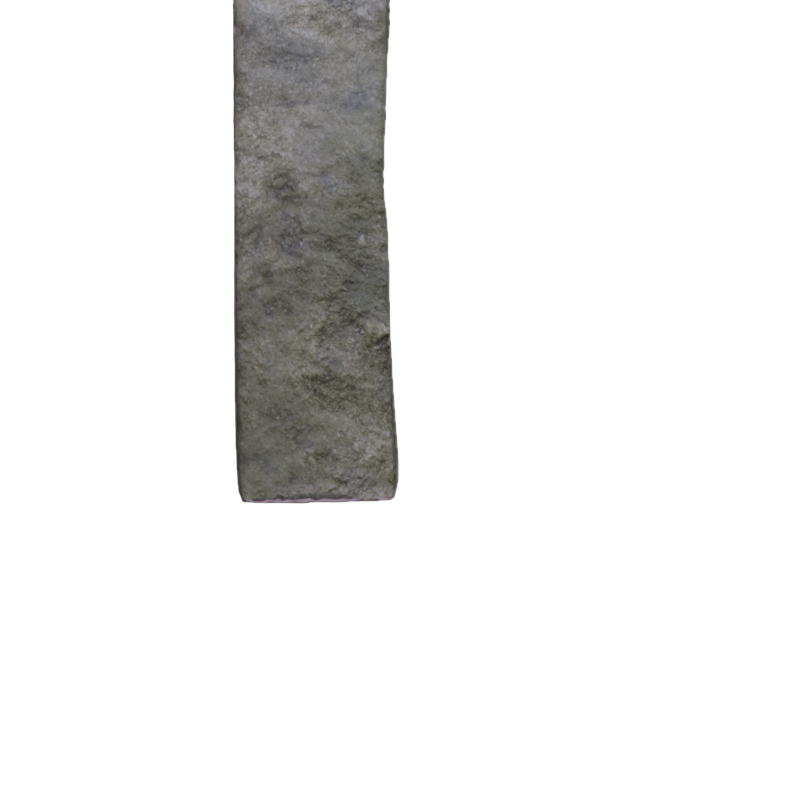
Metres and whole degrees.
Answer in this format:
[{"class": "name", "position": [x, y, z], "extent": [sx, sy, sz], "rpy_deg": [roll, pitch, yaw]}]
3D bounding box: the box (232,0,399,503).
[{"class": "box", "position": [-0.041, -0.074, 0.521], "extent": [0.071, 0.214, 0.165], "rpy_deg": [0, 1, -5]}]
